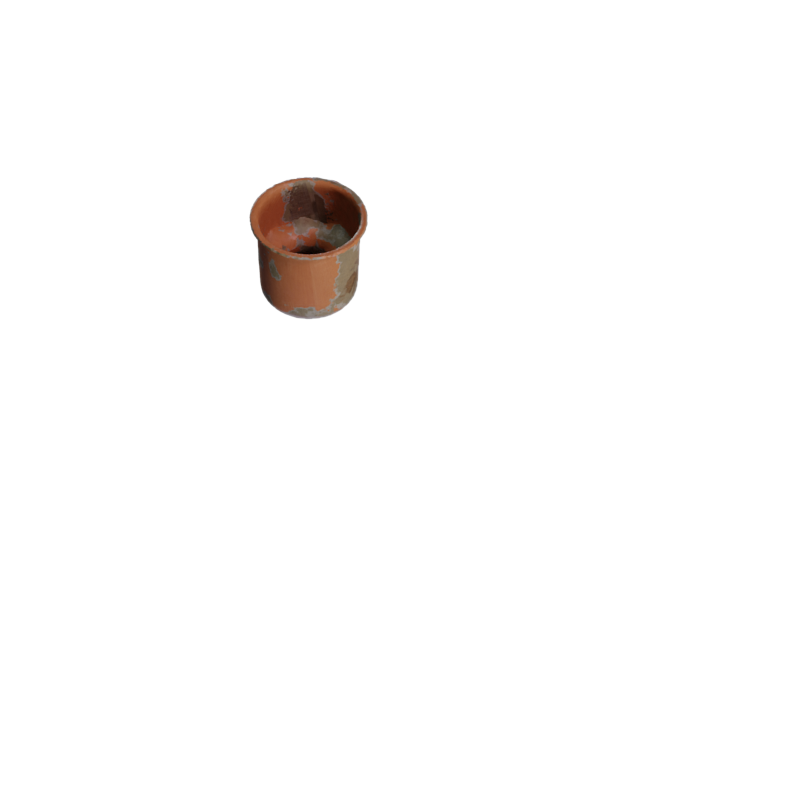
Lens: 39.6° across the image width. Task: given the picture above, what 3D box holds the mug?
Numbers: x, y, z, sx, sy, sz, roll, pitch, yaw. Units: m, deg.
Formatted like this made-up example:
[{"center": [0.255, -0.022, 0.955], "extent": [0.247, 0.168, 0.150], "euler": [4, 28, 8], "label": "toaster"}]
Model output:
[{"center": [-0.071, -0.129, 0.906], "extent": [0.095, 0.123, 0.076], "euler": [12, -40, 9], "label": "mug"}]
